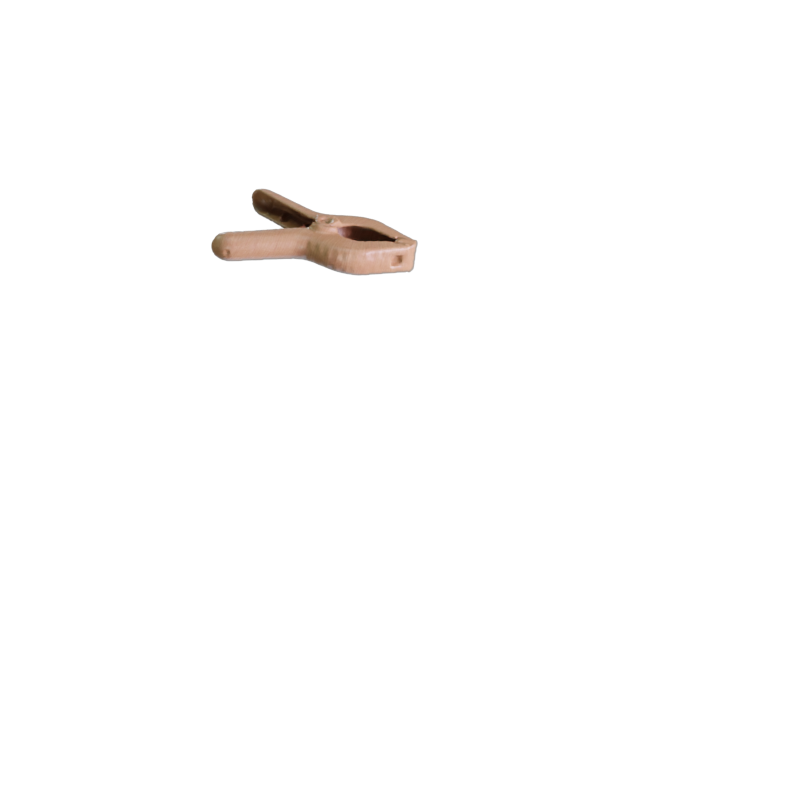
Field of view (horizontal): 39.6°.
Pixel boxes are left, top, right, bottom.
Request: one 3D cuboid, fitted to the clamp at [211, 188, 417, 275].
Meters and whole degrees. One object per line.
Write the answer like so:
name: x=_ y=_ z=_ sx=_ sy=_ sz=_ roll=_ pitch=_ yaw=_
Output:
clamp: x=-0.075 y=-0.137 z=0.956 sx=0.178 sy=0.037 sz=0.124 roll=15 pitch=39 yaw=19
